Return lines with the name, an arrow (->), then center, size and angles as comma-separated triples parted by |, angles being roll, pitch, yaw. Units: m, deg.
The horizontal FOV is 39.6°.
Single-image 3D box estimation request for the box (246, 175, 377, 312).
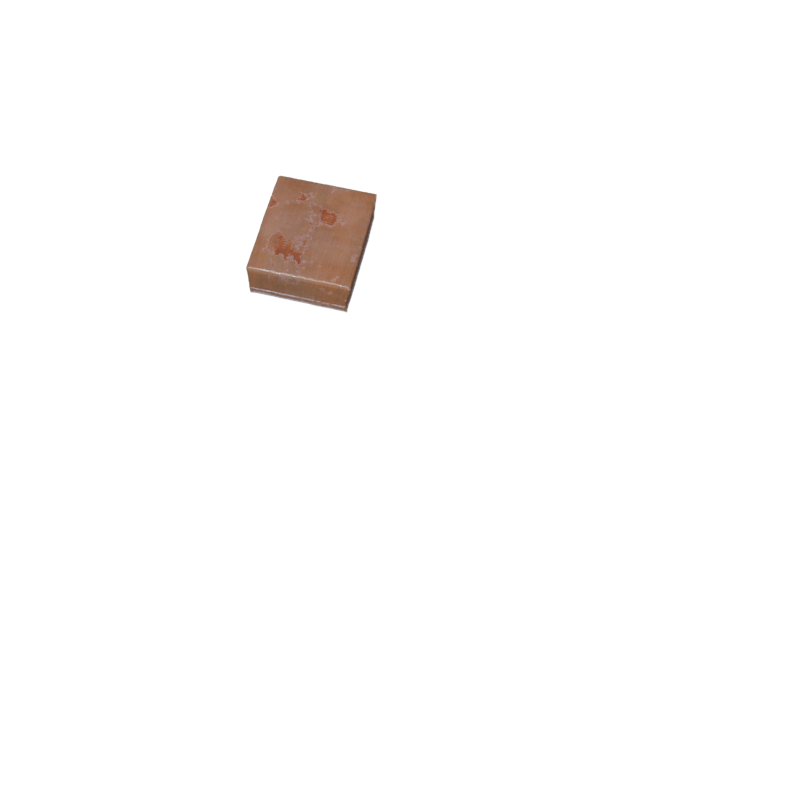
box -> -0.075, -0.136, 0.955 | 0.091, 0.120, 0.036 | 10, -34, 6
